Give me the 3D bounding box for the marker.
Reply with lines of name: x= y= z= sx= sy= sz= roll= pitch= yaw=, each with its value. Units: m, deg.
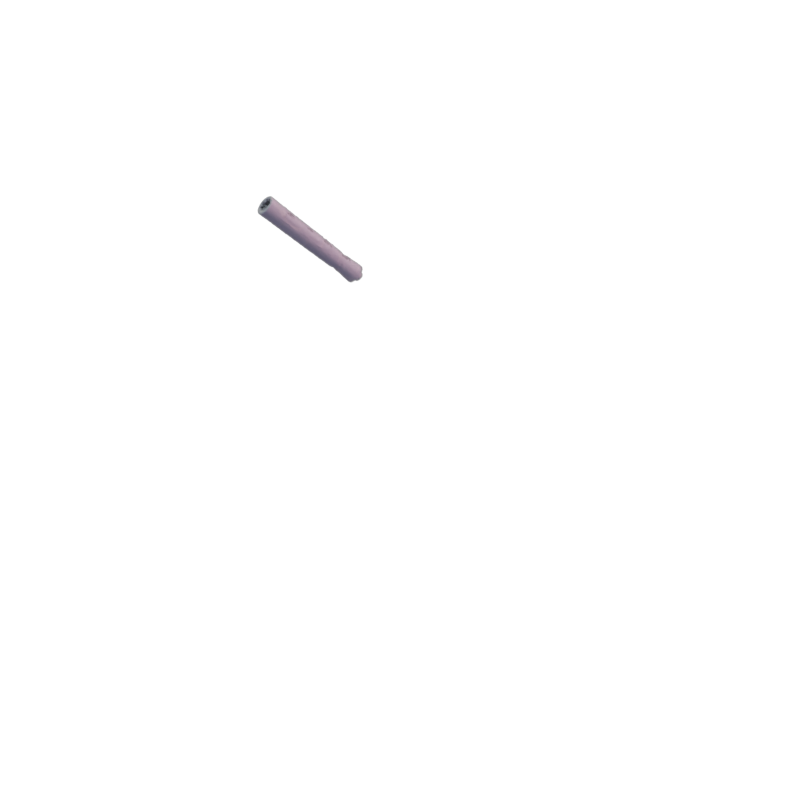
marker: x=-0.078 y=-0.141 z=0.991 sx=0.114 sy=0.020 sz=0.020 roll=35 pitch=-17 yaw=-30
